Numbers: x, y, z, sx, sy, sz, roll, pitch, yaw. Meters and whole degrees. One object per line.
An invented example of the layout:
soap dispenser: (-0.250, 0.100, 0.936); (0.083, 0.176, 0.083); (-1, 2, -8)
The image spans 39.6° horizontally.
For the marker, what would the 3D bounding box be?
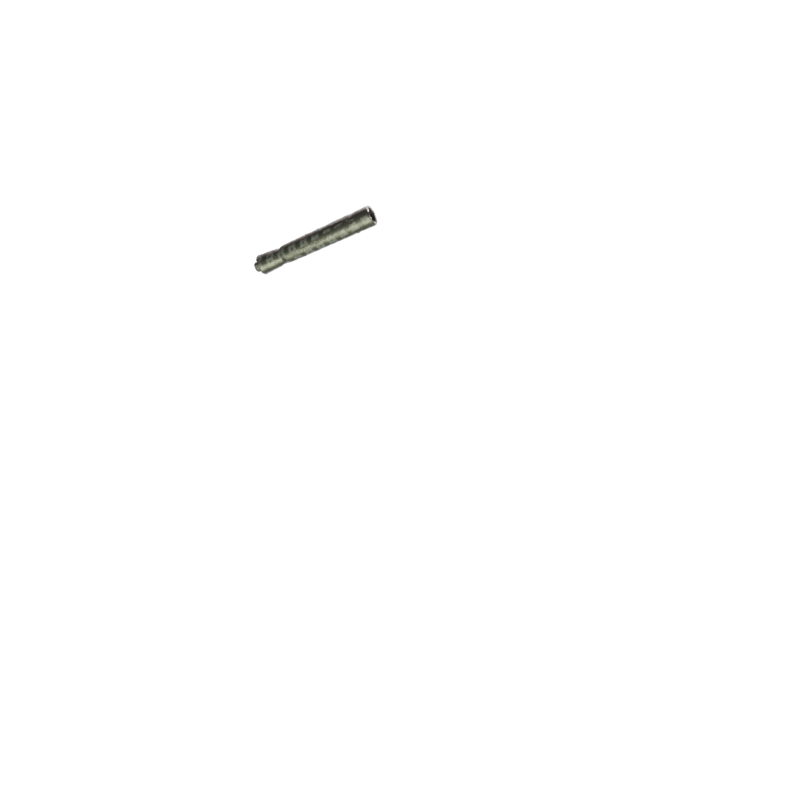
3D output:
marker: (-0.078, -0.142, 0.991); (0.121, 0.020, 0.019); (-21, -3, 20)
